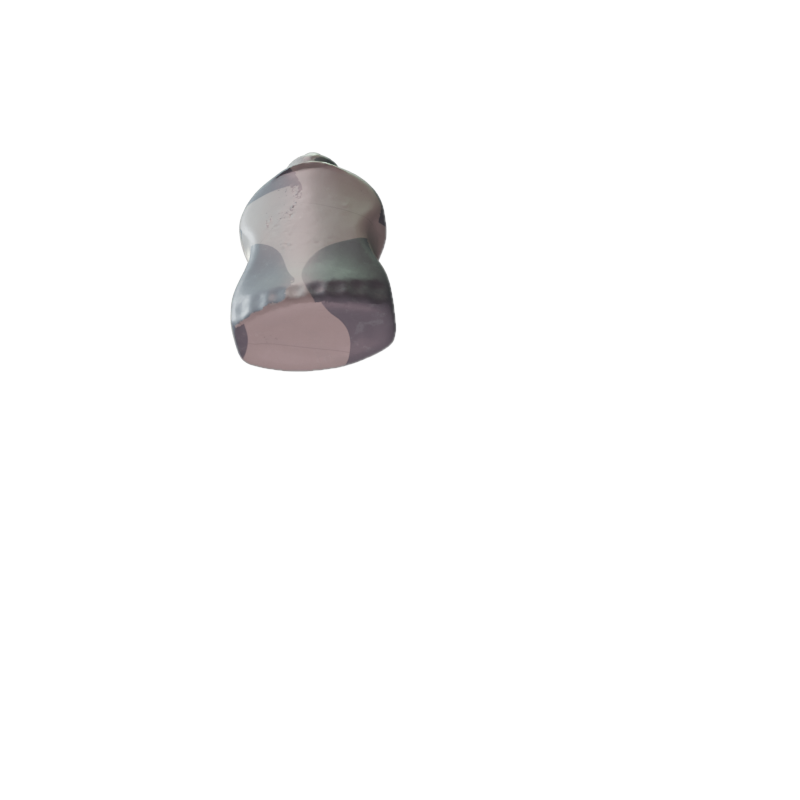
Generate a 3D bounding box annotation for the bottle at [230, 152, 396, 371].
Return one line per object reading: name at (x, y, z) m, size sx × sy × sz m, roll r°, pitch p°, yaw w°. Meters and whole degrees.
bottle at (-0.056, -0.103, 0.718) m, size 0.096 × 0.054 × 0.206 m, roll -9°, pitch 41°, yaw 4°
